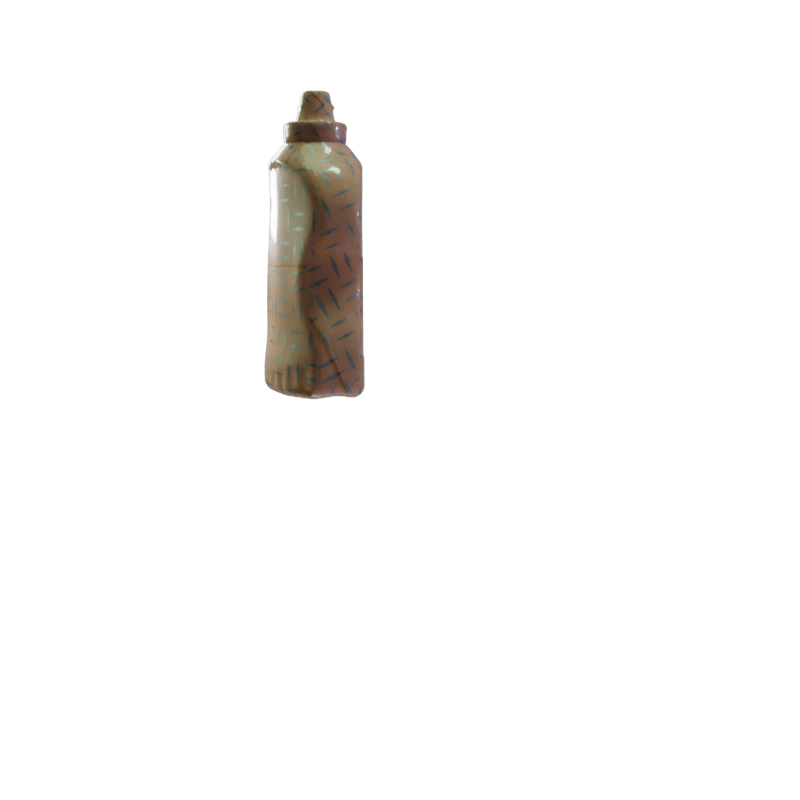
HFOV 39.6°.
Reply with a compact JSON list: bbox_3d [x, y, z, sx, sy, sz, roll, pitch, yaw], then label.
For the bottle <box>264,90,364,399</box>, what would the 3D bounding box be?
[{"bbox_3d":[-0.055,-0.101,0.710,0.057,0.191,0.099,0,1,-20],"label":"bottle"}]
